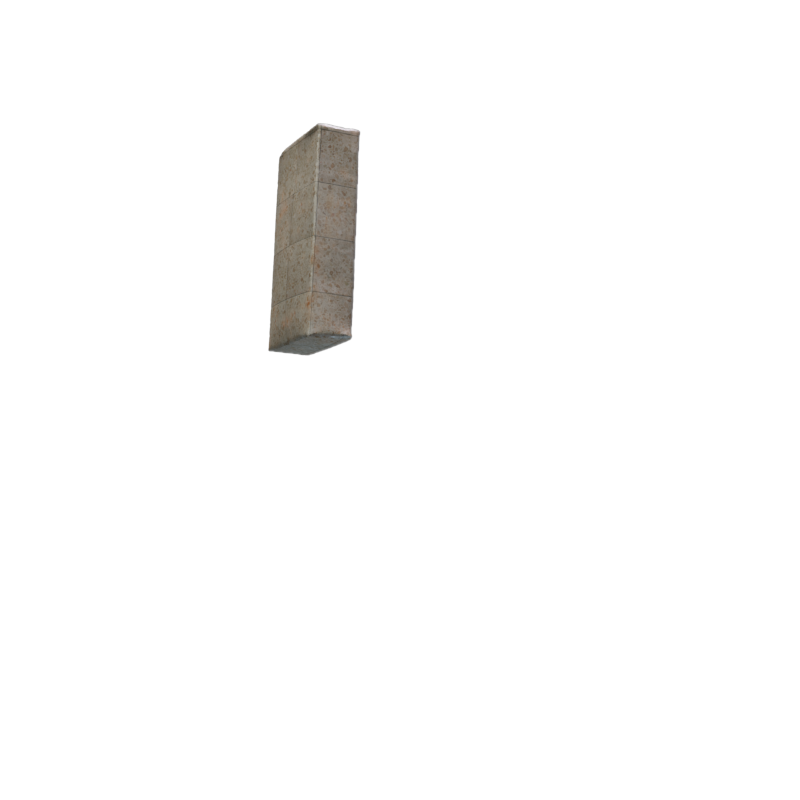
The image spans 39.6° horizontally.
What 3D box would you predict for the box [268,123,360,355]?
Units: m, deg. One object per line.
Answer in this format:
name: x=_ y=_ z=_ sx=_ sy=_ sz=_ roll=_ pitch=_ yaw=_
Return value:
box: x=-0.072 y=-0.131 z=0.919 sx=0.046 sy=0.182 sz=0.094 roll=6 pitch=-14 yaw=-26
